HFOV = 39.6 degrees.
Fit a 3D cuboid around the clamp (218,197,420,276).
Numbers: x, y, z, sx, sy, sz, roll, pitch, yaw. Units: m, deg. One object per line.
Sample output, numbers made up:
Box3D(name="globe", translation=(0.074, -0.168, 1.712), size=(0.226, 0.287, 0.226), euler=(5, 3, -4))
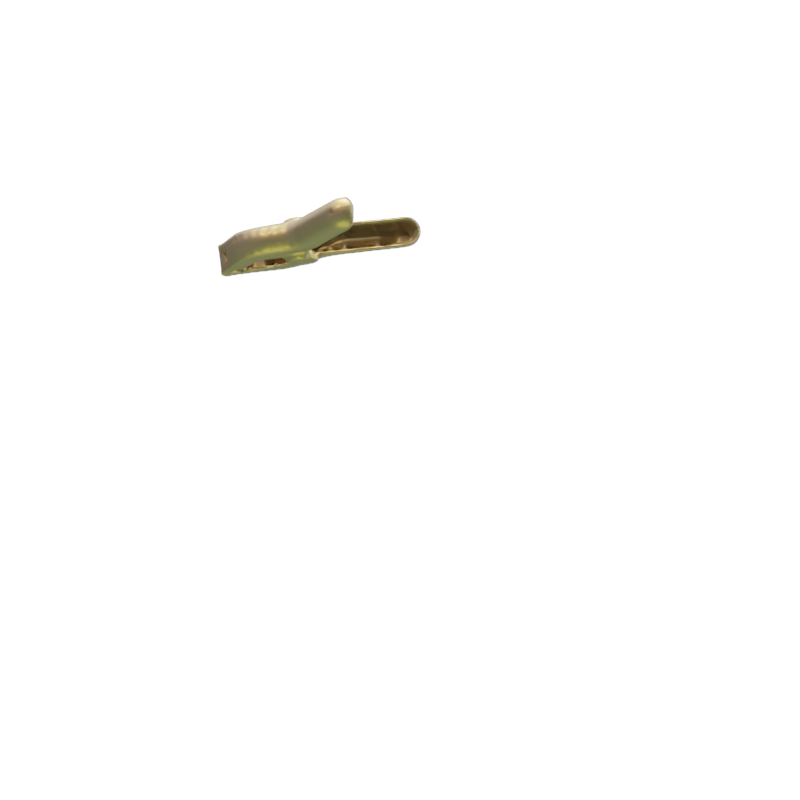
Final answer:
Box3D(name="clamp", translation=(-0.072, -0.131, 0.917), size=(0.176, 0.040, 0.114), euler=(-7, -11, 39))
